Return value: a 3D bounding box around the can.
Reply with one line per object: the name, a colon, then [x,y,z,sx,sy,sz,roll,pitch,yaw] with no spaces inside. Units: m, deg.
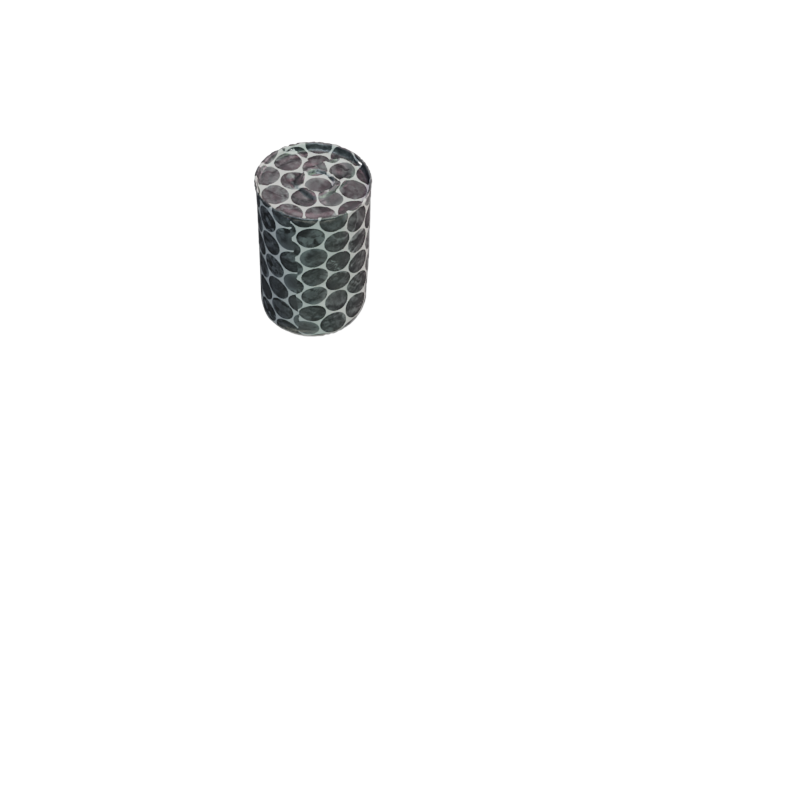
can: [-0.053,-0.096,0.671,0.068,0.074,0.095,0,-41,-3]
